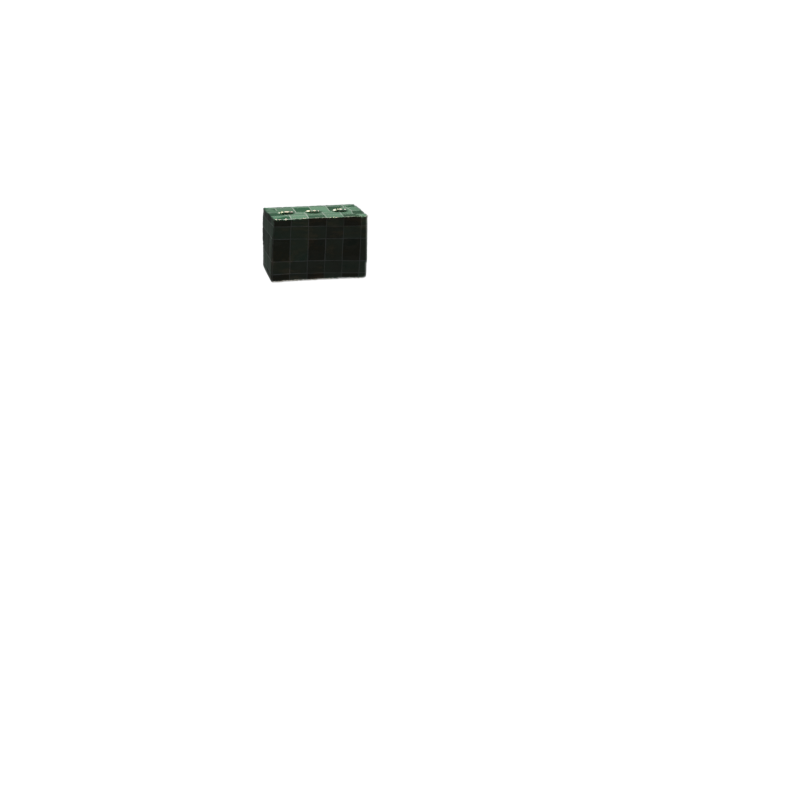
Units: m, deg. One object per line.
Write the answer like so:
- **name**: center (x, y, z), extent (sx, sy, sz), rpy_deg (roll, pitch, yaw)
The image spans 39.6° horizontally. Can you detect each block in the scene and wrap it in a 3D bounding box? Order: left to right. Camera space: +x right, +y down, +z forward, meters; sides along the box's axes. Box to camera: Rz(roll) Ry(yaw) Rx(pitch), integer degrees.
- **block**: center (-0.070, -0.127, 0.891), extent (0.077, 0.049, 0.056), rpy_deg (-4, 19, -13)
